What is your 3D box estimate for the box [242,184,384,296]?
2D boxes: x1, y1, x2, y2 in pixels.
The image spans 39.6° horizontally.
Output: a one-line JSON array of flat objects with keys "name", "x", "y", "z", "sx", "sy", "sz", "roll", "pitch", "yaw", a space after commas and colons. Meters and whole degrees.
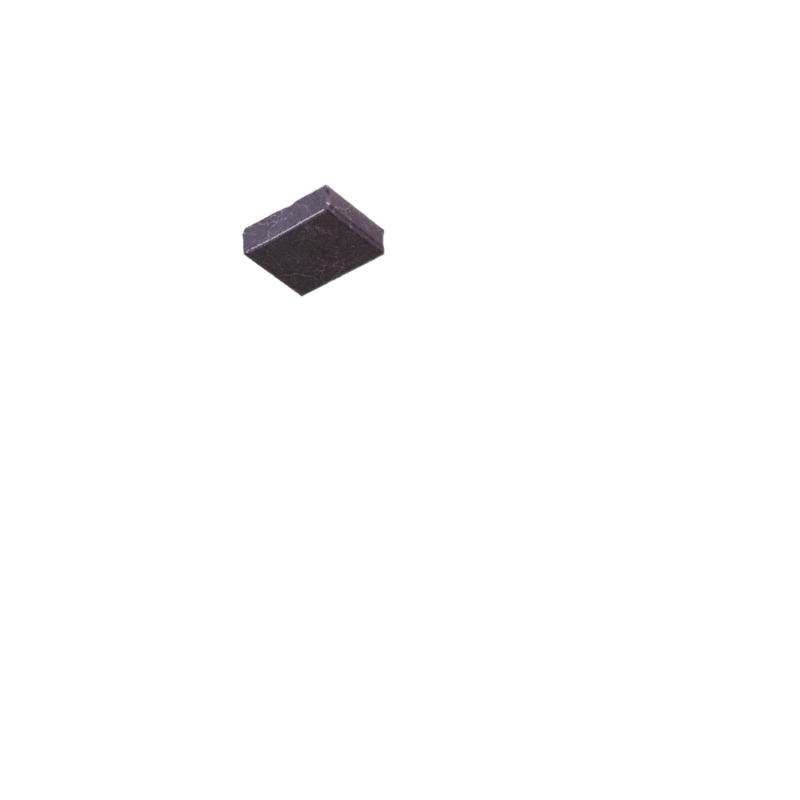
[{"name": "box", "x": -0.069, "y": -0.125, "z": 0.877, "sx": 0.090, "sy": 0.032, "sz": 0.068, "roll": -23, "pitch": -40, "yaw": 31}]
